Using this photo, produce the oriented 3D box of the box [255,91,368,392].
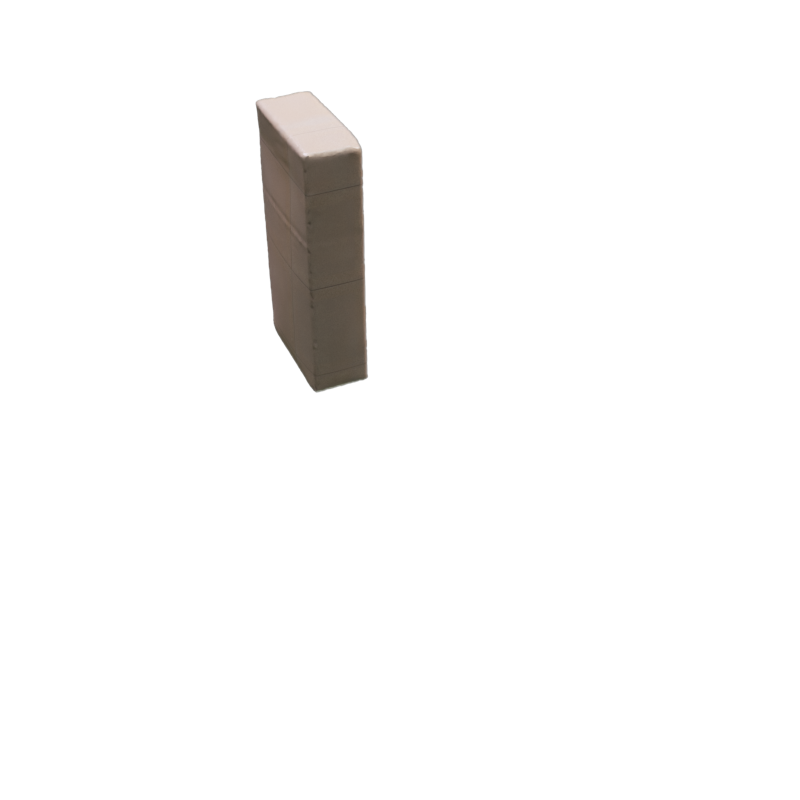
[{"bbox_3d":[-0.057,-0.104,0.730,0.047,0.165,0.101,-11,36,-20],"label":"box"}]
